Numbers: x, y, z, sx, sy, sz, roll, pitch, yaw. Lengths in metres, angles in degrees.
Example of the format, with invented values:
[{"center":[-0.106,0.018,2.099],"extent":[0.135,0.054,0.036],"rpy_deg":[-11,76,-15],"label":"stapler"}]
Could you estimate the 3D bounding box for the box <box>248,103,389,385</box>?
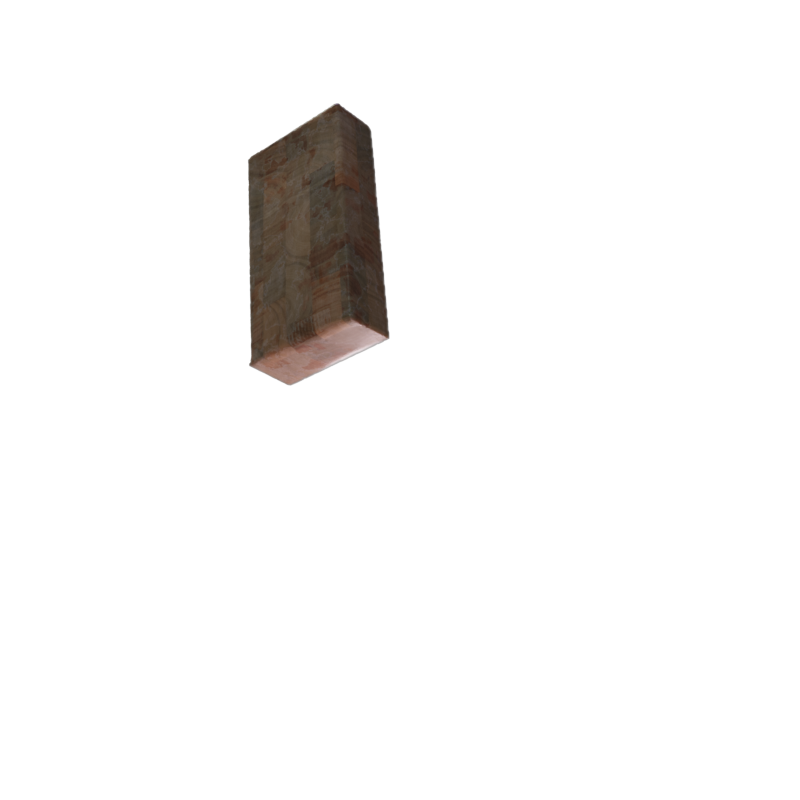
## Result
[{"center":[-0.059,-0.109,0.760],"extent":[0.093,0.188,0.045],"rpy_deg":[-26,-39,32],"label":"box"}]
